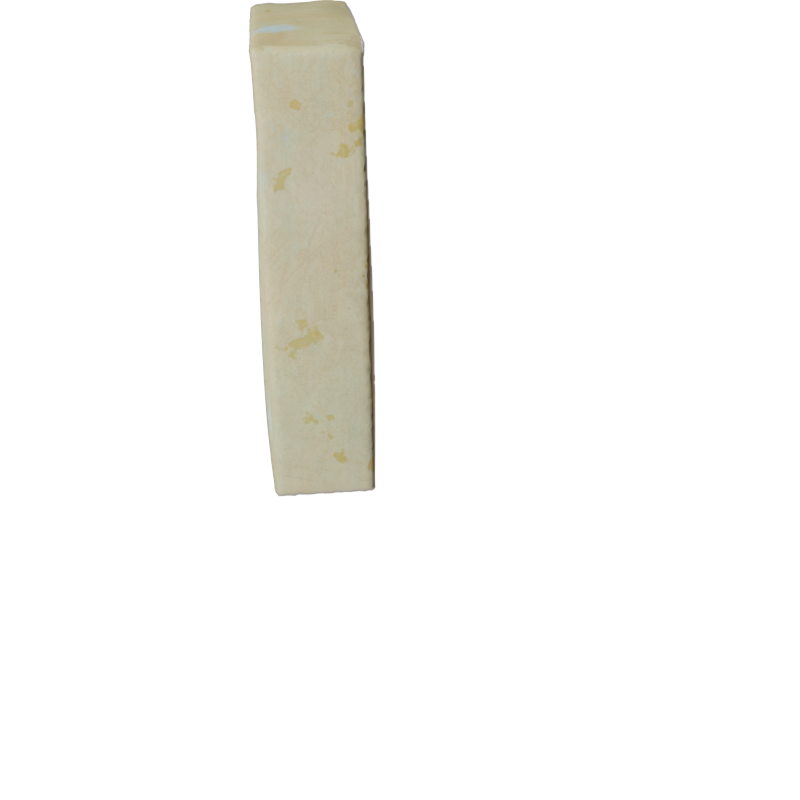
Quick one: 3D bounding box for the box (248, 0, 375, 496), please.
[{"bbox_3d":[-0.034,-0.063,0.440,0.048,0.167,0.099,-1,25,-6],"label":"box"}]
